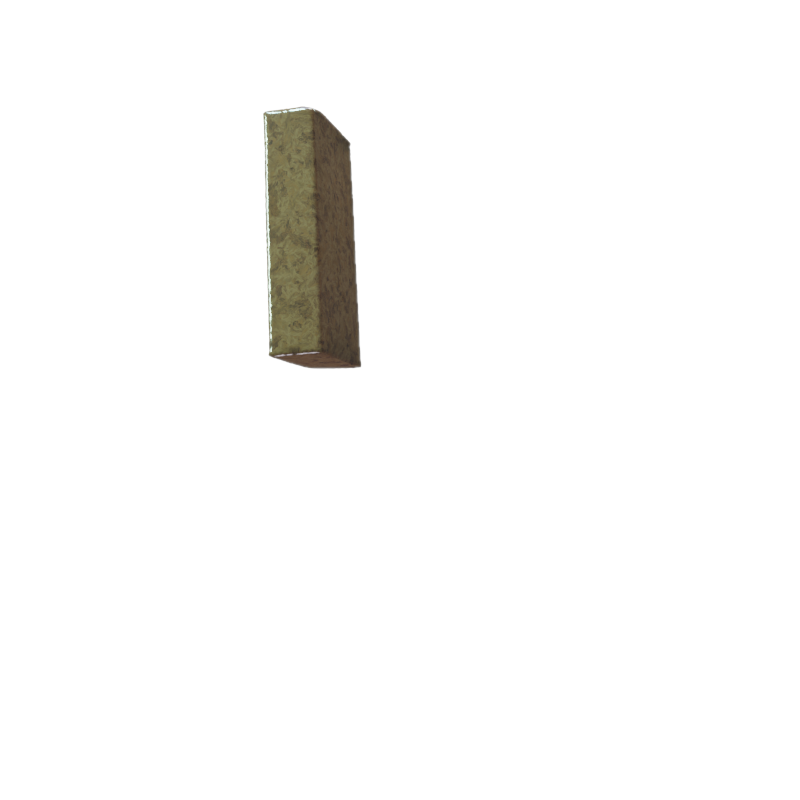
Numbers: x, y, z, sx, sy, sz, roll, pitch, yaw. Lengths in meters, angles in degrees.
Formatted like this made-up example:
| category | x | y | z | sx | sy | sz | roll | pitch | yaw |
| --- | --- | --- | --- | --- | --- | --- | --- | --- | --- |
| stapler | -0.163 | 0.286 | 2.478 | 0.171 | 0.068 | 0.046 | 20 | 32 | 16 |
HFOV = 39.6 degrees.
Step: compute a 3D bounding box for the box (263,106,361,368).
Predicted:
| category | x | y | z | sx | sy | sz | roll | pitch | yaw |
| --- | --- | --- | --- | --- | --- | --- | --- | --- | --- |
| box | -0.062 | -0.114 | 0.800 | 0.049 | 0.181 | 0.089 | -4 | -11 | 15 |
